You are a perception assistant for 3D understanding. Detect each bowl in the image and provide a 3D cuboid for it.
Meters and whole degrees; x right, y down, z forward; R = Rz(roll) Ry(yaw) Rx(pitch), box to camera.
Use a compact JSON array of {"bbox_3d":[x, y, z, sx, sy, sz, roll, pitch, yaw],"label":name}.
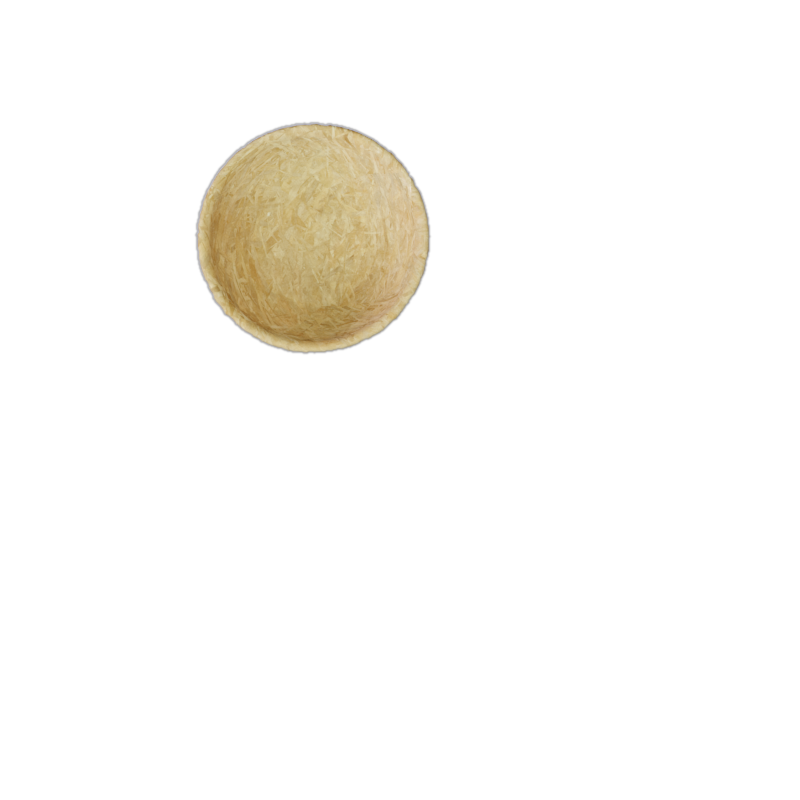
[{"bbox_3d":[-0.062,-0.113,0.793,0.162,0.165,0.054,0,-7,0],"label":"bowl"}]
